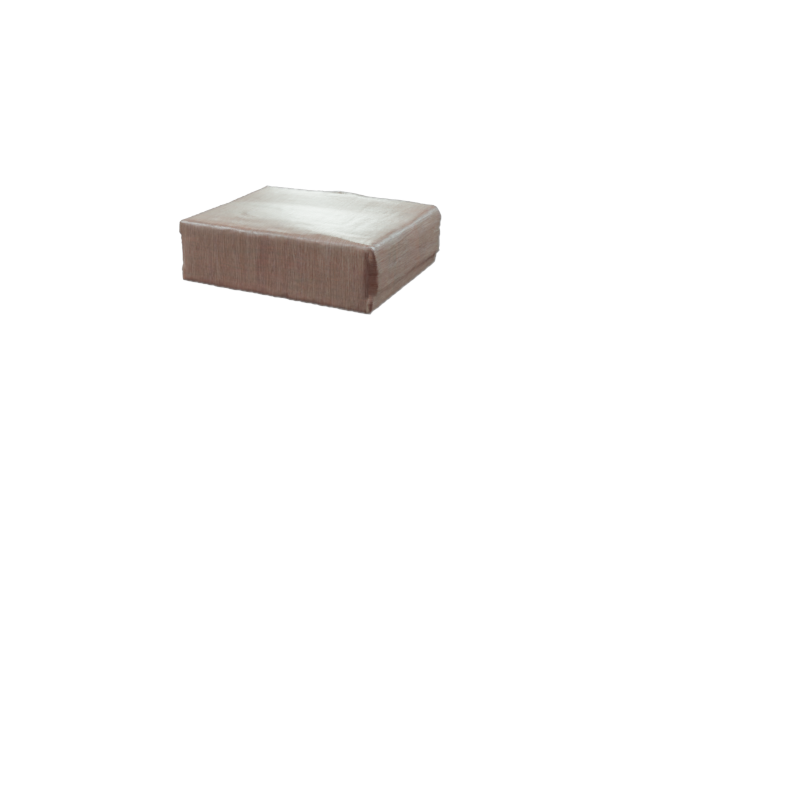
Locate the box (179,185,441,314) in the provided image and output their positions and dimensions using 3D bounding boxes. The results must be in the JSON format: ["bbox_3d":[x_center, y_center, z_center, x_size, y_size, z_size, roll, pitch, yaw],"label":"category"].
[{"bbox_3d":[-0.037,-0.067,0.470,0.093,0.029,0.074,10,24,23],"label":"box"}]
